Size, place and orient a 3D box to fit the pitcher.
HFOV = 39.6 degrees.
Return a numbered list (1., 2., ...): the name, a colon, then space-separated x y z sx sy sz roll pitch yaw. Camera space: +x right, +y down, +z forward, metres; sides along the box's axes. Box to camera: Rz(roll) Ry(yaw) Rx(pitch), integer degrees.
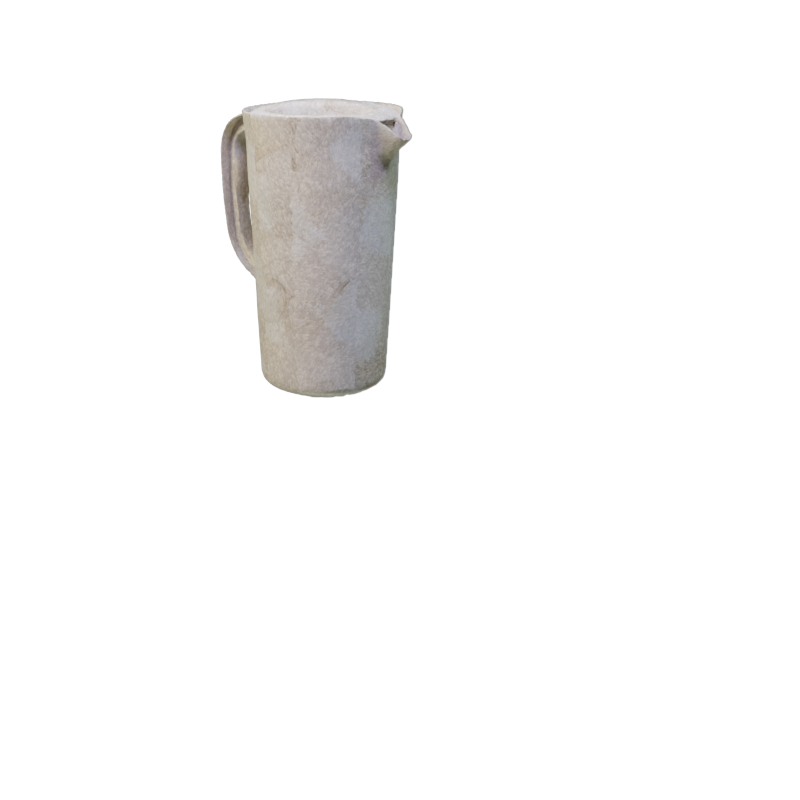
1. pitcher: -0.074 -0.135 0.943 0.143 0.235 0.156 -2 16 -11
